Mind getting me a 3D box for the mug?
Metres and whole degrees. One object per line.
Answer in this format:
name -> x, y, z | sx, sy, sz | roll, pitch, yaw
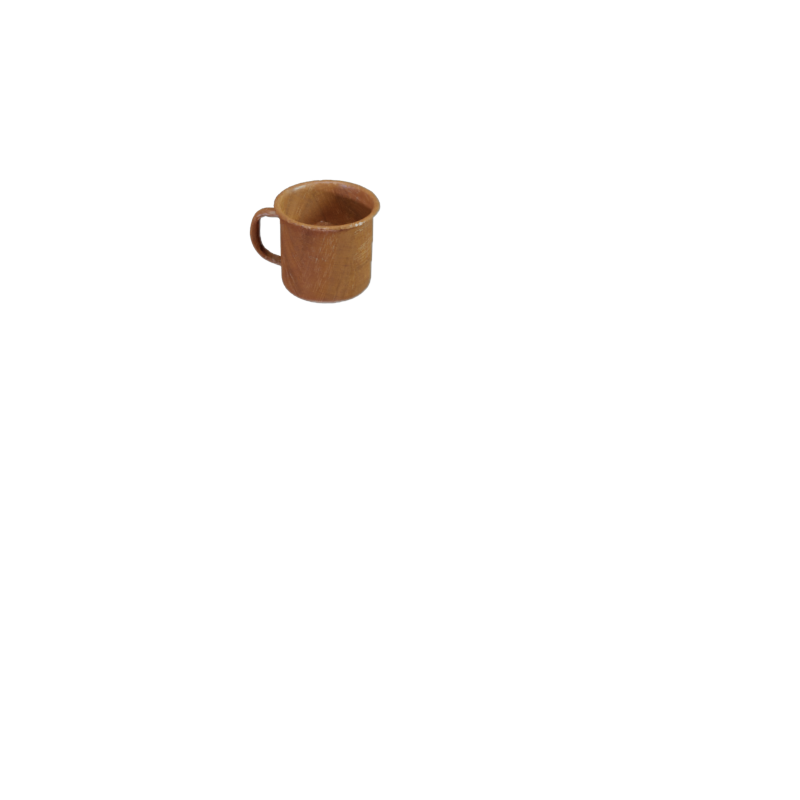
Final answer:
mug -> -0.077, -0.141, 0.986 | 0.119, 0.076, 0.098 | 7, 34, 9
